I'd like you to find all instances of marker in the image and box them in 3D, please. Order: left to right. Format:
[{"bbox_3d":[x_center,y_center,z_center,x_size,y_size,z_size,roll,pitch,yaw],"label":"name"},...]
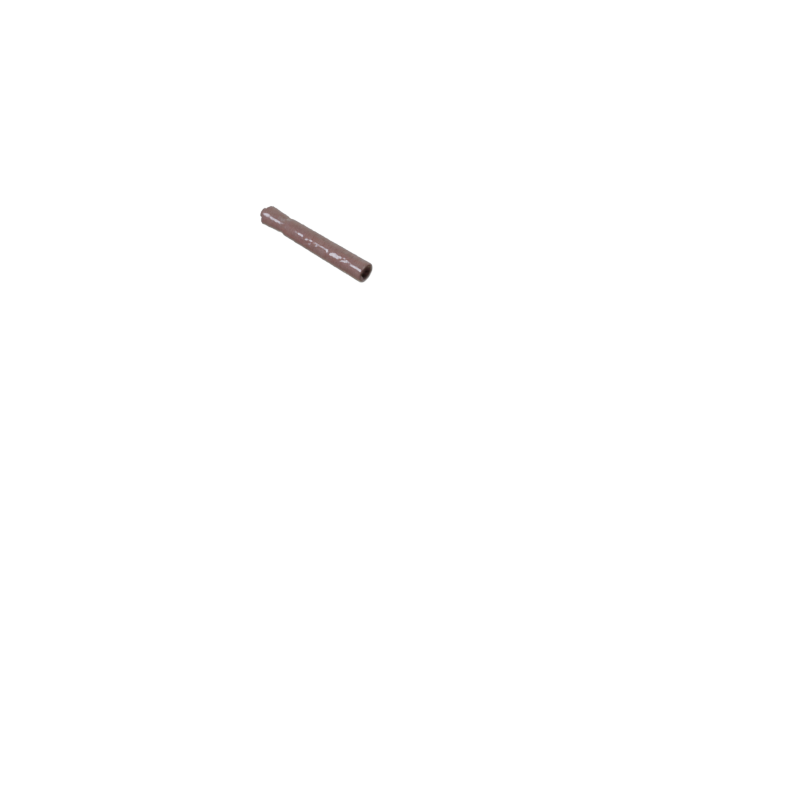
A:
[{"bbox_3d":[-0.077,-0.140,0.980,0.128,0.019,0.019,33,19,27],"label":"marker"}]
